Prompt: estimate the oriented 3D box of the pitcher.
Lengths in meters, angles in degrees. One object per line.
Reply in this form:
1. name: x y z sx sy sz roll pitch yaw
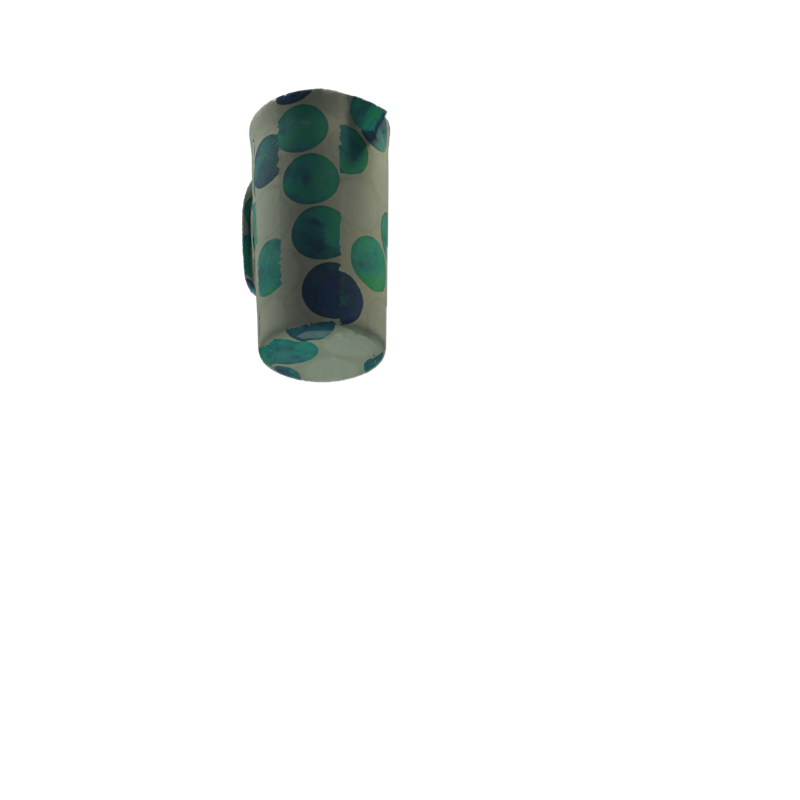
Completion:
1. pitcher: -0.078 -0.142 0.993 0.145 0.258 0.140 -2 -28 0
